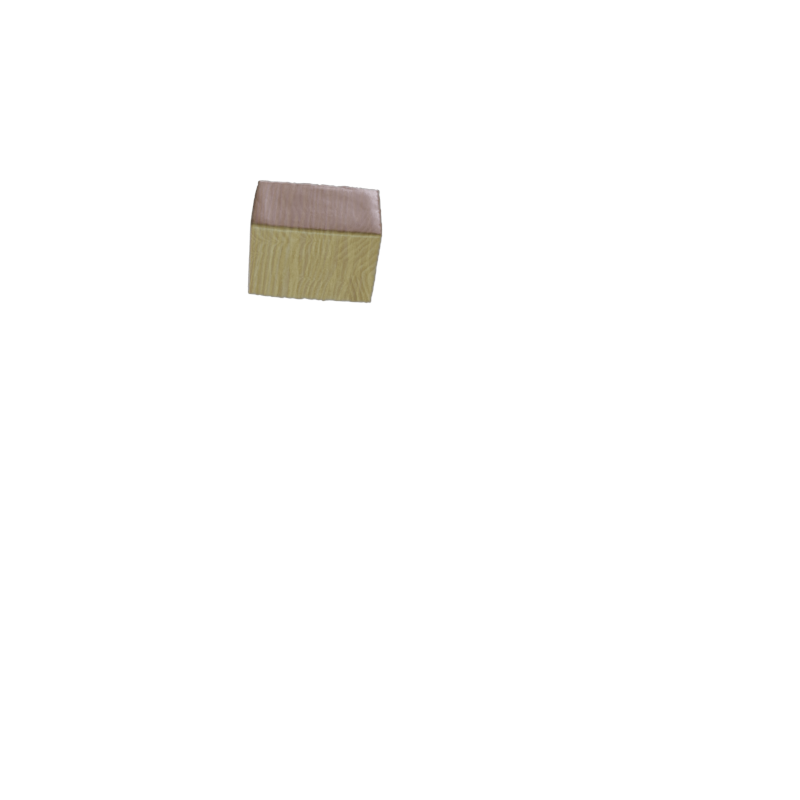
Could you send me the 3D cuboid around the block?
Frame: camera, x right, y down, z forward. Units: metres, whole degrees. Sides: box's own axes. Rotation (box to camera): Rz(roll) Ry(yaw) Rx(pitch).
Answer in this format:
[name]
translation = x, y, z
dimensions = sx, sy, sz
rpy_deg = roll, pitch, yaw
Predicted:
[block]
translation = -0.053, -0.096, 0.674
dimensions = 0.077, 0.049, 0.055
rpy_deg = 4, 39, -5
